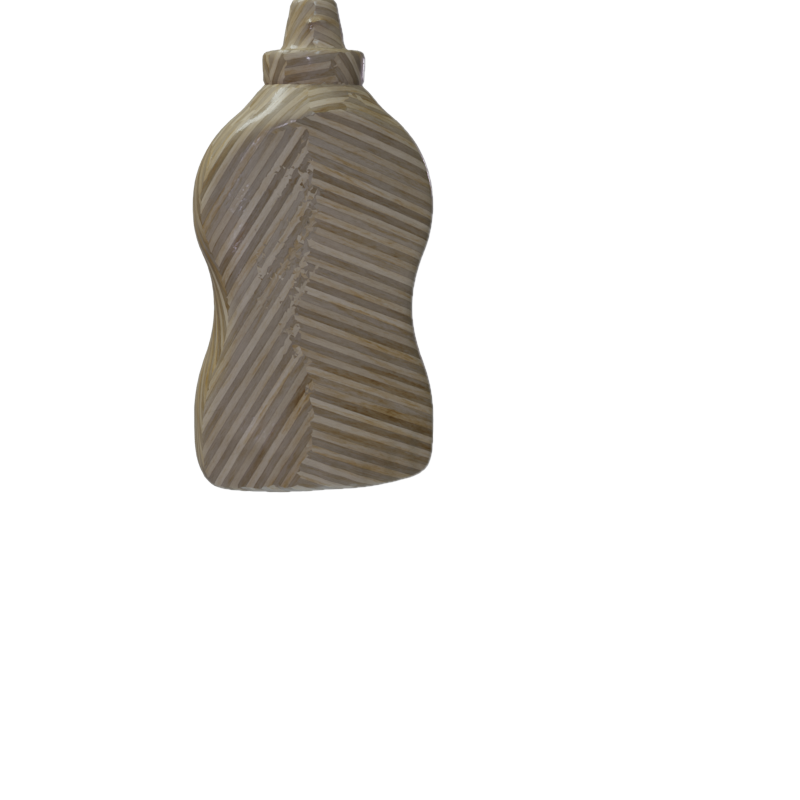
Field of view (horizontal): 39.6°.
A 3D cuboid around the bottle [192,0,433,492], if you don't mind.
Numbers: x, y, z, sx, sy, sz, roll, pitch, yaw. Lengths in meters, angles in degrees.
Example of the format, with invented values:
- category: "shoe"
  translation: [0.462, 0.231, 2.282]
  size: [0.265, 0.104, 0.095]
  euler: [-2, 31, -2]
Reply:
- category: "bottle"
  translation: [-0.035, -0.064, 0.446]
  size: [0.095, 0.189, 0.060]
  euler: [-1, 6, -12]
